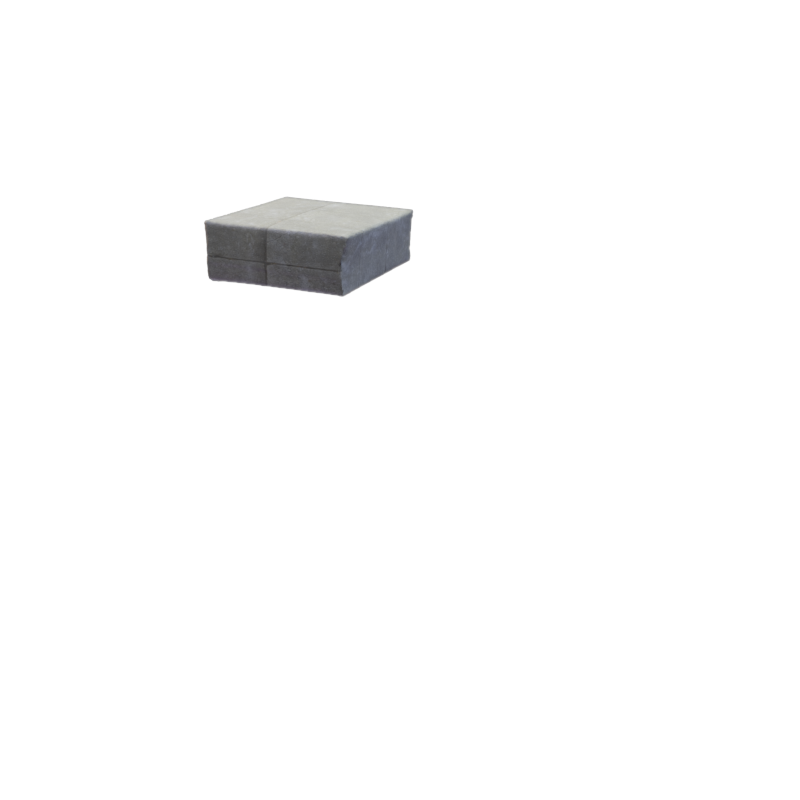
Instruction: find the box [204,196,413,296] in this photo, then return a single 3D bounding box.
[{"bbox_3d":[-0.052,-0.095,0.667,0.093,0.037,0.114,7,21,20],"label":"box"}]
